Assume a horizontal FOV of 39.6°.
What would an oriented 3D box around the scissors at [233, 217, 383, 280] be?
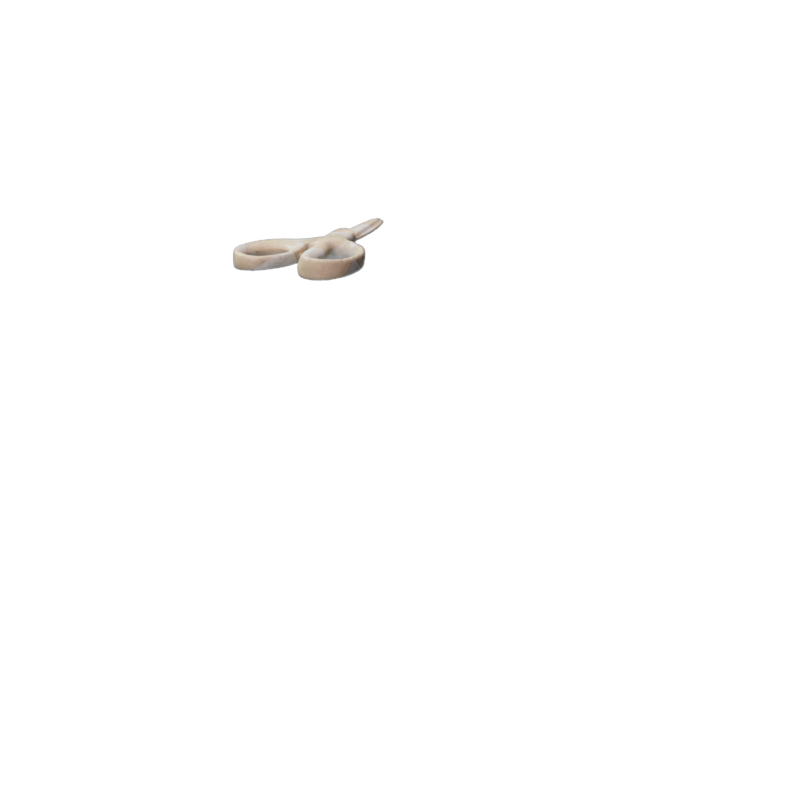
[{"bbox_3d":[-0.061,-0.112,0.785,0.096,0.015,0.208,0,18,1],"label":"scissors"}]
